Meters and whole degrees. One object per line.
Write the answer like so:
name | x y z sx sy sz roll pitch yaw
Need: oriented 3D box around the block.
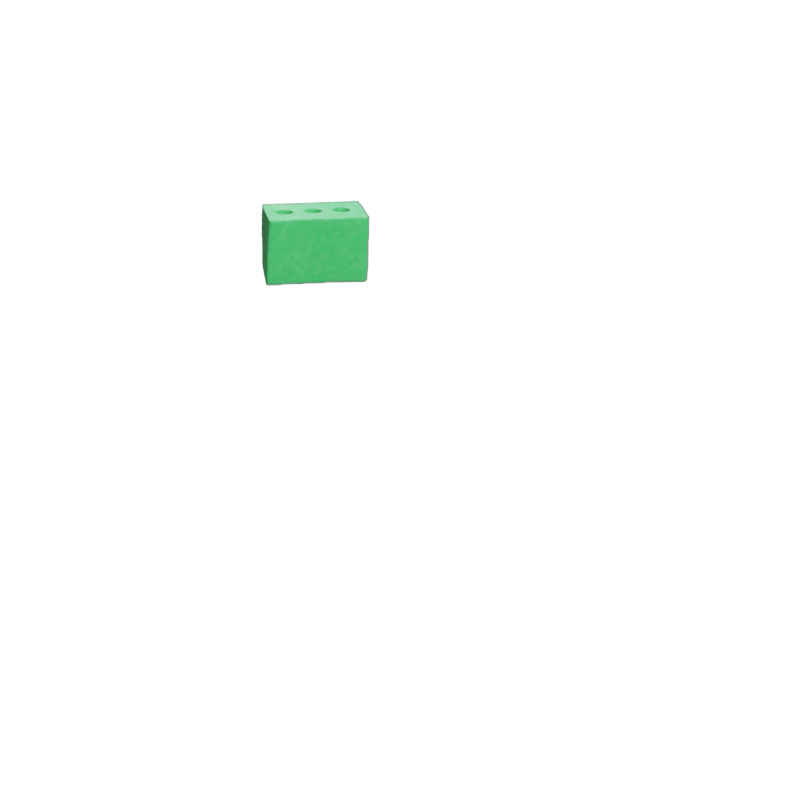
block | -0.066 -0.121 0.846 0.077 0.049 0.056 -3 22 -9
